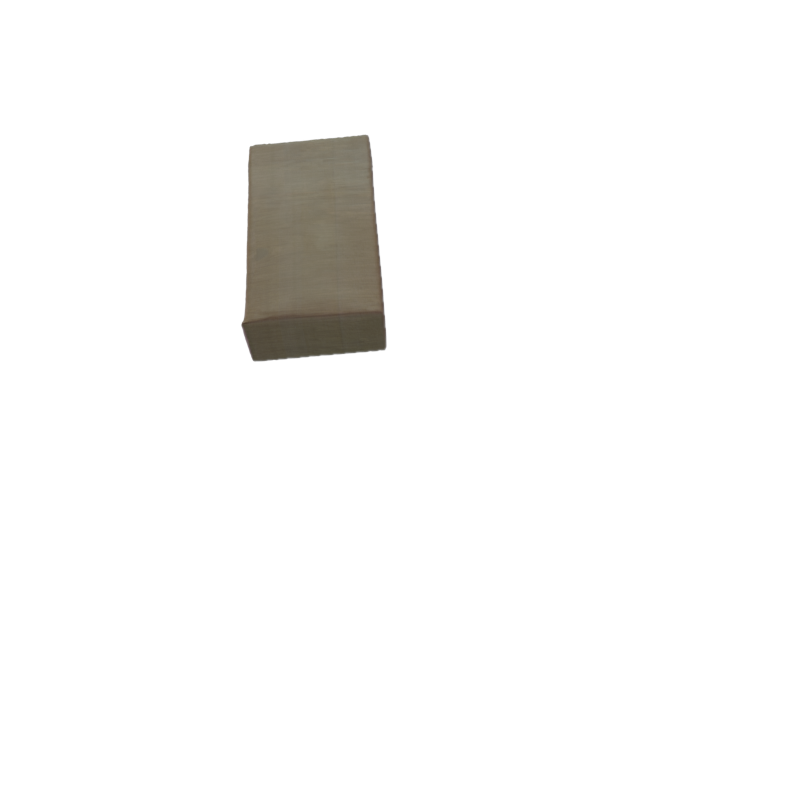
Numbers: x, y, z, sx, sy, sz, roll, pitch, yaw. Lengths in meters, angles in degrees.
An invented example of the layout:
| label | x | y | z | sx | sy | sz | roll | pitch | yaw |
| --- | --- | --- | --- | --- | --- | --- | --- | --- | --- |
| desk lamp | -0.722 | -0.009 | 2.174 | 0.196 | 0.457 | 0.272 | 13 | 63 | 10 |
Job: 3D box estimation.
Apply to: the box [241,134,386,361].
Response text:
| label | x | y | z | sx | sy | sz | roll | pitch | yaw |
| --- | --- | --- | --- | --- | --- | --- | --- | --- | --- |
| box | -0.061 | -0.111 | 0.780 | 0.094 | 0.189 | 0.044 | -5 | -42 | 2 |
